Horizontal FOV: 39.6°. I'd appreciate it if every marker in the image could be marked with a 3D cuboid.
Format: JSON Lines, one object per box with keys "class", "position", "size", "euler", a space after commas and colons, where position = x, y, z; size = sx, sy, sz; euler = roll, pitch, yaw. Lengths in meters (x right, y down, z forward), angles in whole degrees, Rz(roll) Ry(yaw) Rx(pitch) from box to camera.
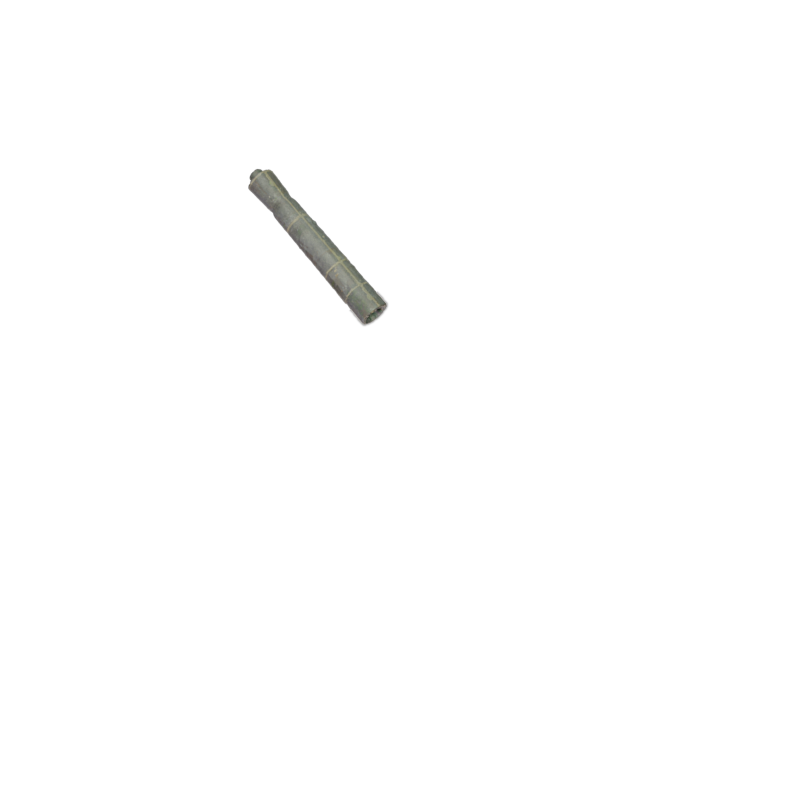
{"class": "marker", "position": [-0.053, -0.096, 0.671], "size": [0.020, 0.127, 0.019], "euler": [-34, -21, -15]}
